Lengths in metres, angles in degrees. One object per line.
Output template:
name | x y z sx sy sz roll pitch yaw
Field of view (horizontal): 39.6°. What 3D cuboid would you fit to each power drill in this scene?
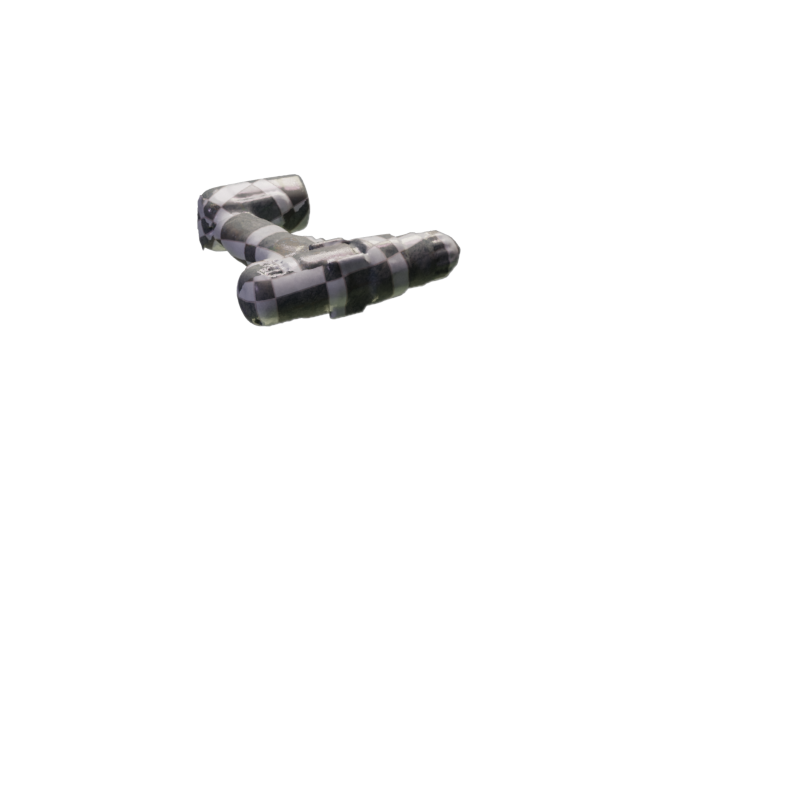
power drill | -0.070 -0.128 0.897 0.181 0.054 0.201 -14 31 -25
